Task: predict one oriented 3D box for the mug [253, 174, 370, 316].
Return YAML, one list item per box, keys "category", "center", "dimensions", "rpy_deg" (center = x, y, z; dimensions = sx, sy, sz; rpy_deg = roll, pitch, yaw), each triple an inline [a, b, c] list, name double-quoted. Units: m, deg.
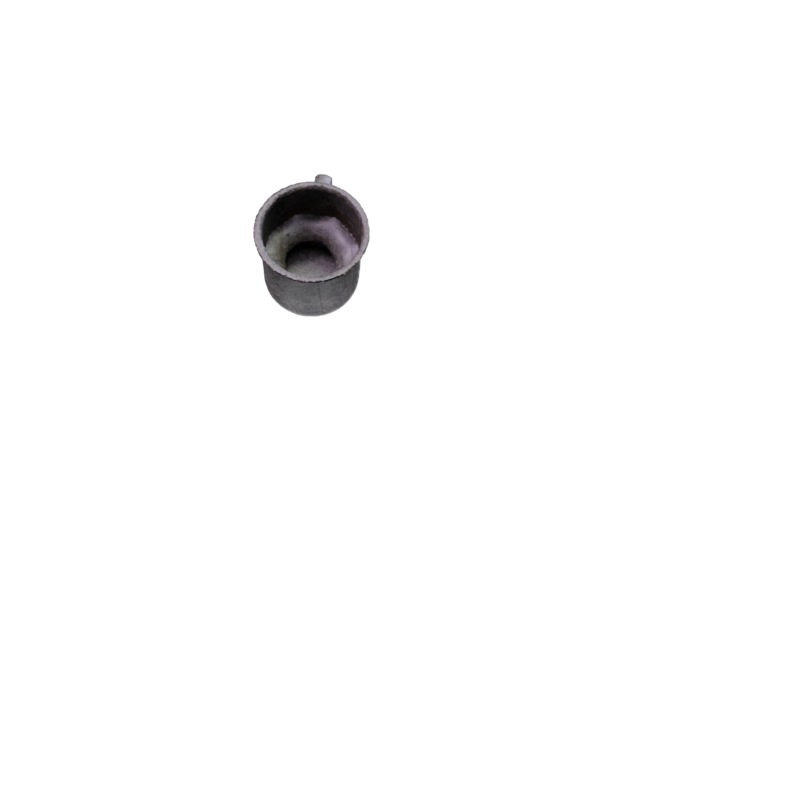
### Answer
- category: "mug"
  center: [-0.072, -0.132, 0.923]
  dimensions: [0.093, 0.124, 0.077]
  rpy_deg: [5, -26, 1]
